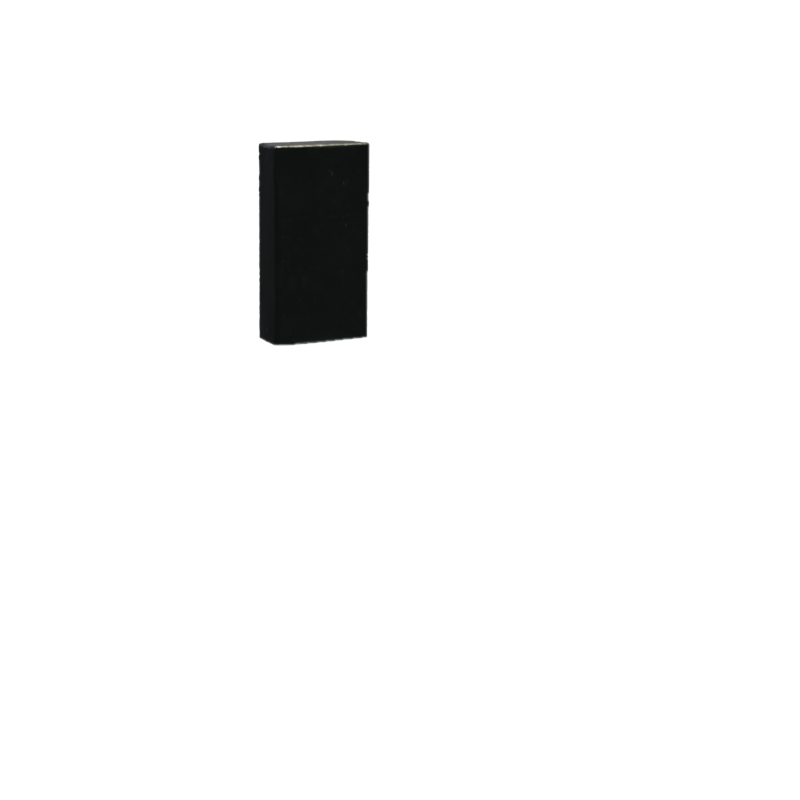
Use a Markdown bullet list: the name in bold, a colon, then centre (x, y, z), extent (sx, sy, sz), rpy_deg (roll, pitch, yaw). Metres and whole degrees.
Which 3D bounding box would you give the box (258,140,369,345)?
- **box**: centre (-0.076, -0.140, 0.978), extent (0.091, 0.173, 0.050), rpy_deg (-4, 10, -27)
